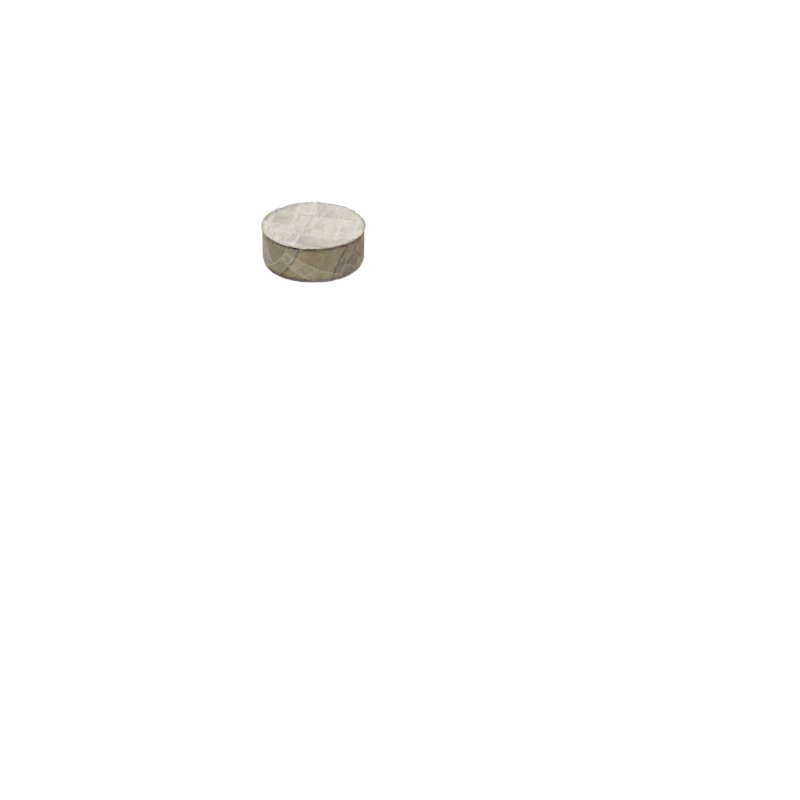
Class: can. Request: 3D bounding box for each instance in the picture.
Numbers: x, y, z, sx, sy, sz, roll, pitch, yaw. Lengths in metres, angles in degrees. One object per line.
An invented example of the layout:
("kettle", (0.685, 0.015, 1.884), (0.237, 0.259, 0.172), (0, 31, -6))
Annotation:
("can", (-0.072, -0.131, 0.916), (0.086, 0.032, 0.091), (-1, 33, -2))
